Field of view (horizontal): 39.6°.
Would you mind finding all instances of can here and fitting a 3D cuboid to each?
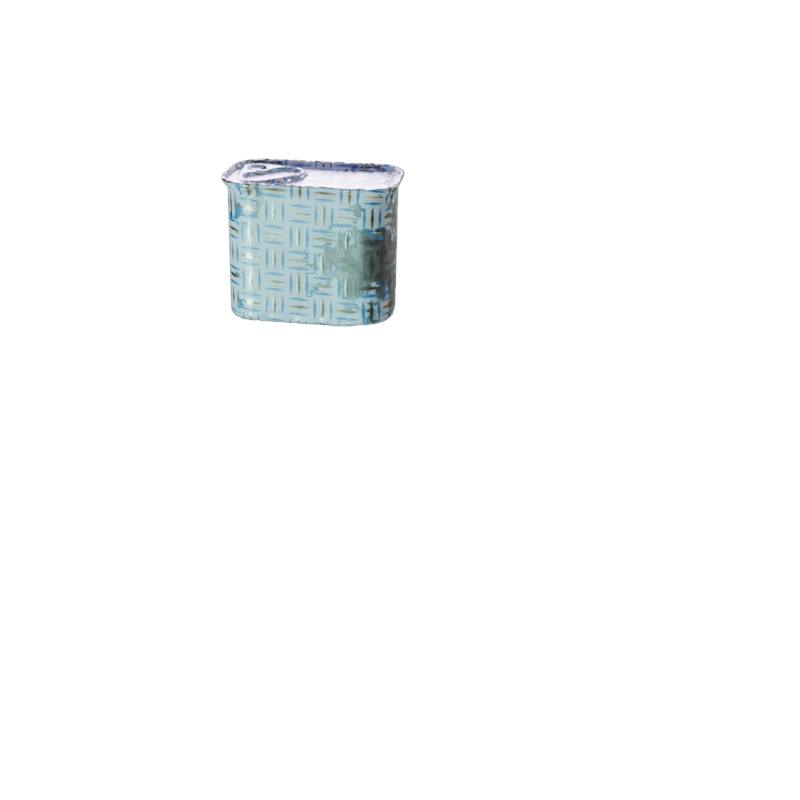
[{"bbox_3d":[-0.051,-0.092,0.644,0.103,0.080,0.059,5,22,9],"label":"can"}]
